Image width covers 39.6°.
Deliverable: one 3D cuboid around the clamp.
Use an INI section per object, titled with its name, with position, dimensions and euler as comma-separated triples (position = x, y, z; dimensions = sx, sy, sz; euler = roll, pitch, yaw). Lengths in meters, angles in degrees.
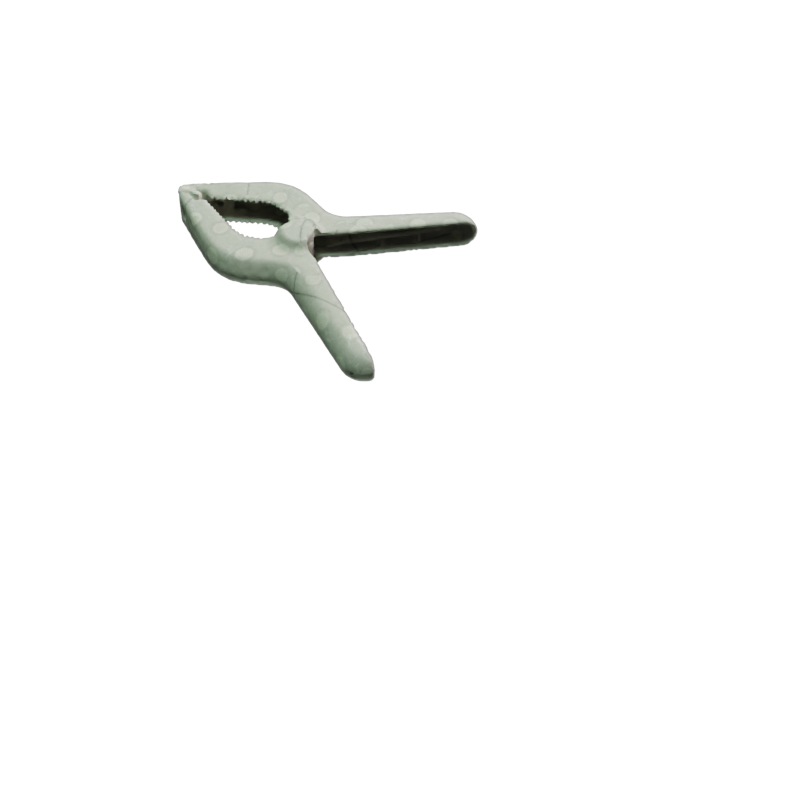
[clamp]
position = -0.061, -0.111, 0.780
dimensions = 0.221, 0.034, 0.168
euler = 28, 52, 24
